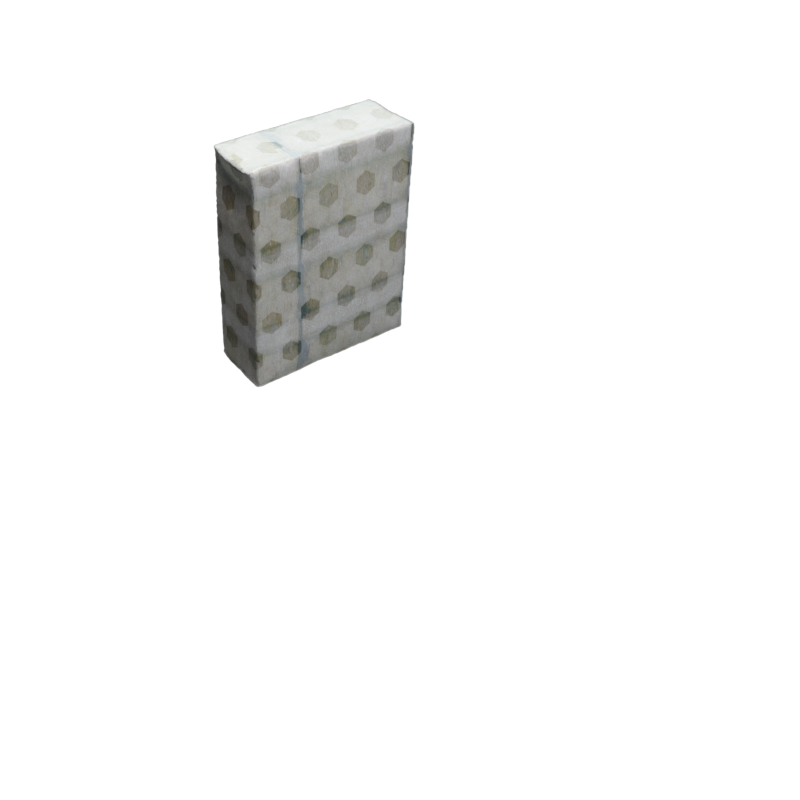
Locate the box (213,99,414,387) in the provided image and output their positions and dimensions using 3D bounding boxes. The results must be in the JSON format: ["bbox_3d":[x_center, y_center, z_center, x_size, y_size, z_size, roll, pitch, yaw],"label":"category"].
[{"bbox_3d":[-0.076,-0.138,0.966,0.163,0.200,0.077,-23,42,-31],"label":"box"}]
